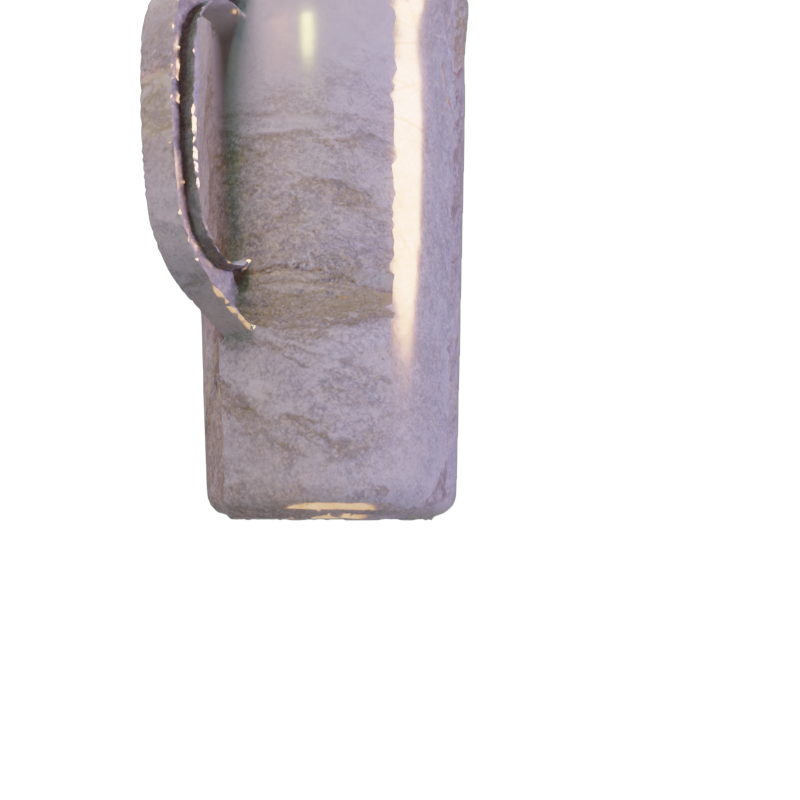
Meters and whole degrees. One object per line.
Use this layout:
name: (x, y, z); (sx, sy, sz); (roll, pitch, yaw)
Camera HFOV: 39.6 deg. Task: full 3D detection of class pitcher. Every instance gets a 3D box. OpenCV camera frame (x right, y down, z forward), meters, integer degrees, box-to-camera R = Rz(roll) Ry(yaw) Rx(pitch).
pitcher: (-0.039, -0.071, 0.499); (0.148, 0.251, 0.141); (0, -12, -6)
